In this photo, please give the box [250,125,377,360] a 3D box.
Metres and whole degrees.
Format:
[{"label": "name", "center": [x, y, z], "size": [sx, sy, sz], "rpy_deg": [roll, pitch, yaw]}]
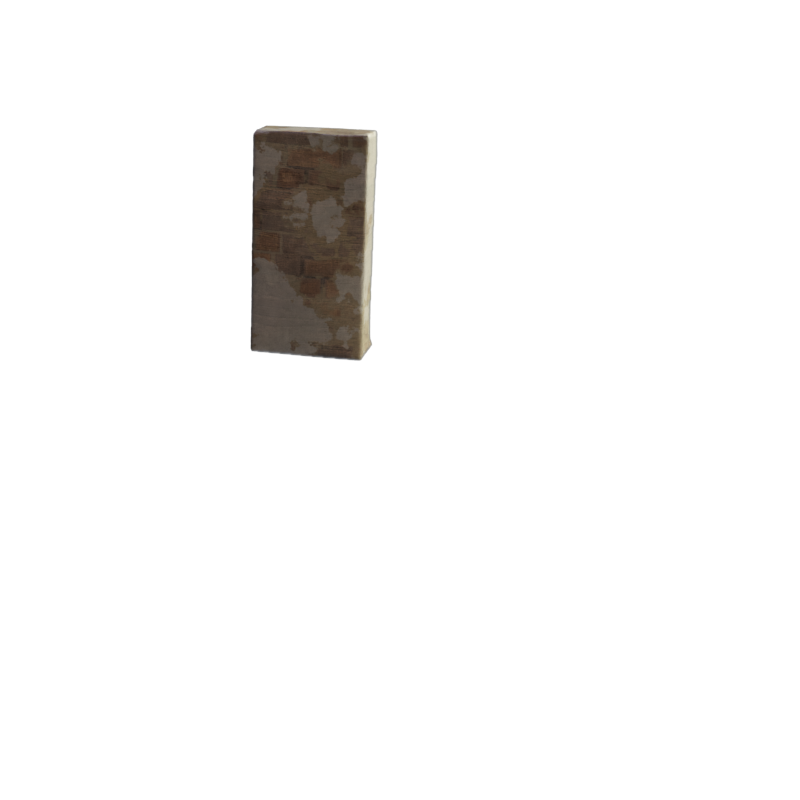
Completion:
[{"label": "box", "center": [-0.068, -0.123, 0.865], "size": [0.095, 0.170, 0.049], "rpy_deg": [4, 15, 12]}]
